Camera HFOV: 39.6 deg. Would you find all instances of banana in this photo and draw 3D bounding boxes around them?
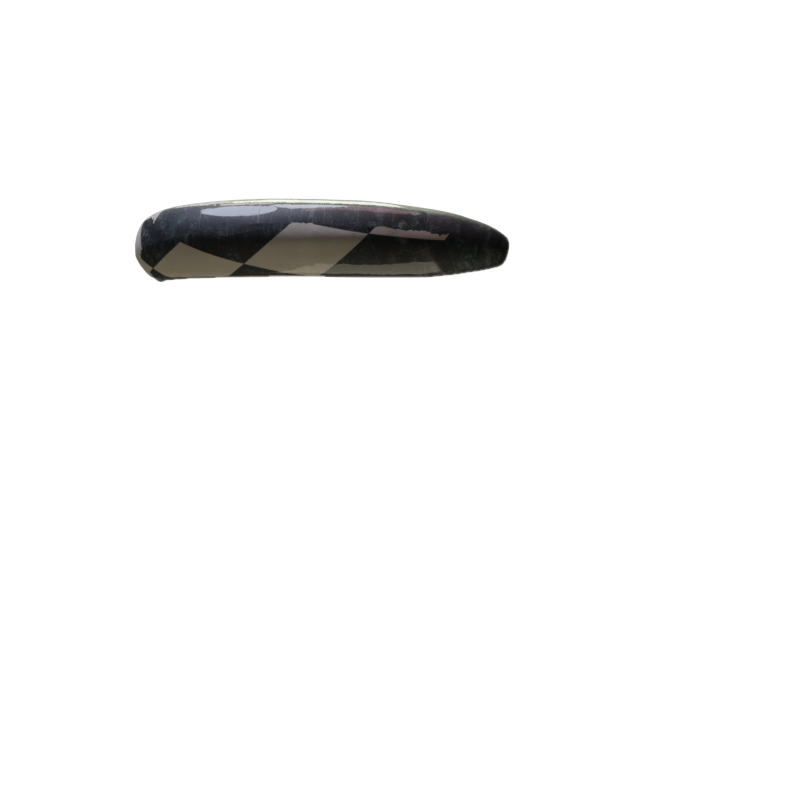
[{"bbox_3d":[-0.053,-0.075,0.518,0.204,0.037,0.067,2,4,27],"label":"banana"}]
